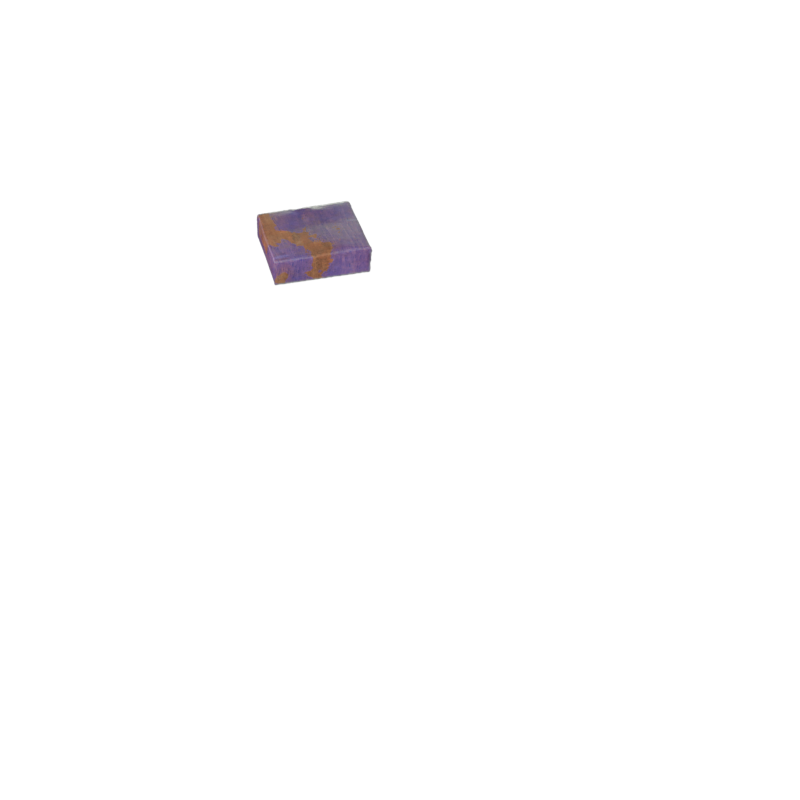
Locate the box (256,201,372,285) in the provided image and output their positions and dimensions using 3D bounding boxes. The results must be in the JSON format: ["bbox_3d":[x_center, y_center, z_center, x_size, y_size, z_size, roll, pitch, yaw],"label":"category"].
[{"bbox_3d":[-0.077,-0.141,0.984,0.088,0.028,0.079,-10,43,-12],"label":"box"}]
